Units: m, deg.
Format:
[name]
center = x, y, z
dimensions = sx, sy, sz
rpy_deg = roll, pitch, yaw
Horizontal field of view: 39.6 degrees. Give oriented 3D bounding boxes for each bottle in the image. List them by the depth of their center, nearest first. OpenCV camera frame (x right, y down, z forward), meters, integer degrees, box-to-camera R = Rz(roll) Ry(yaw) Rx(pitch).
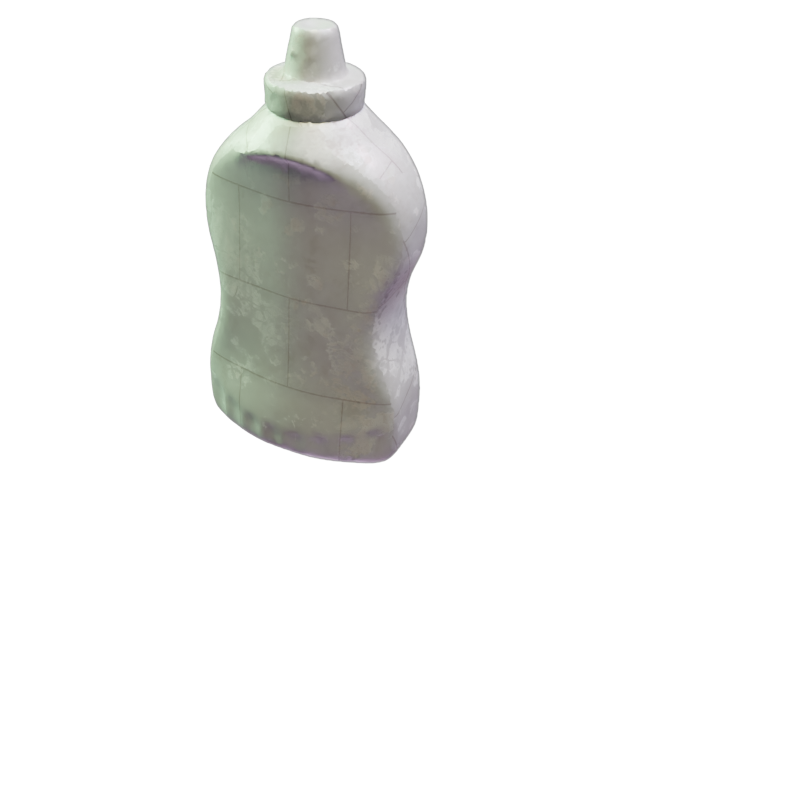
[bottle]
center = -0.037, -0.068, 0.475
dimensions = 0.100, 0.180, 0.059
rpy_deg = 17, 34, 23
